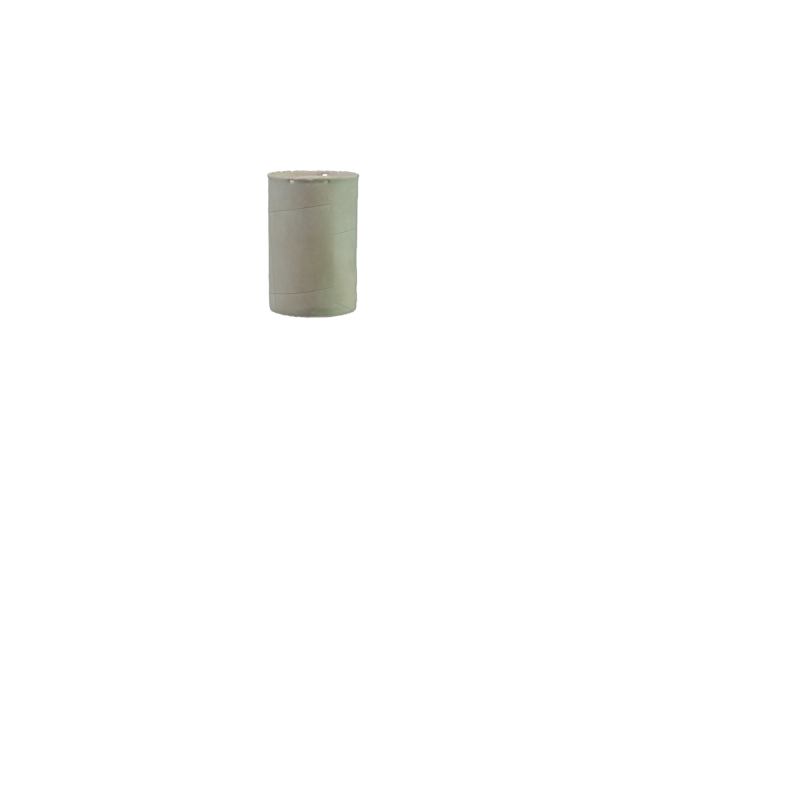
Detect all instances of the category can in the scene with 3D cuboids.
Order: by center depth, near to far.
[{"bbox_3d":[-0.064,-0.118,0.824,0.068,0.100,0.070,0,11,-2],"label":"can"}]
